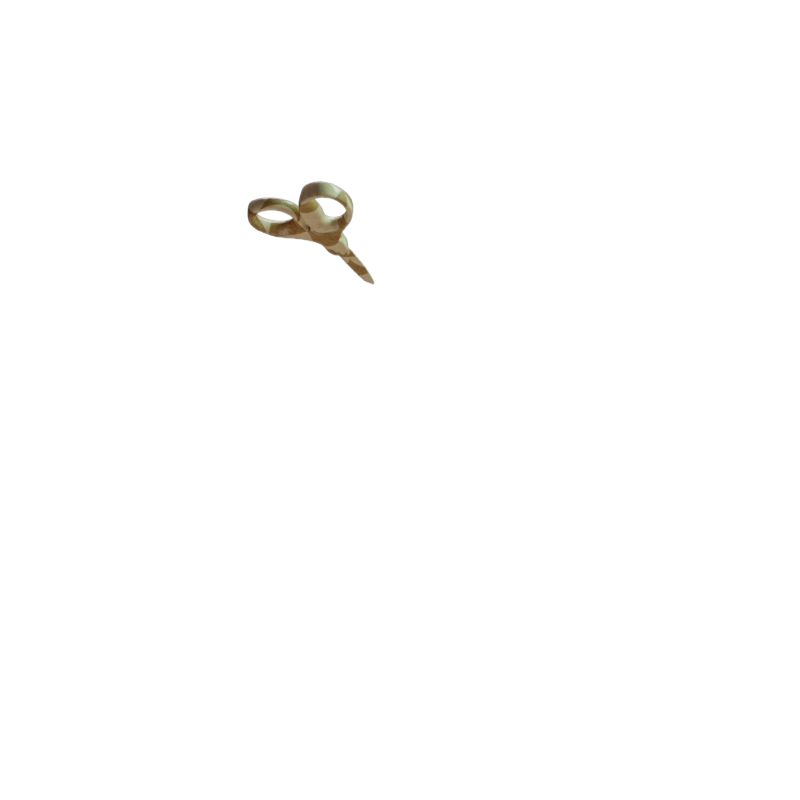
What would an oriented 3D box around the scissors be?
[{"bbox_3d":[-0.075,-0.137,0.962,0.097,0.016,0.191,-1,-18,2],"label":"scissors"}]
